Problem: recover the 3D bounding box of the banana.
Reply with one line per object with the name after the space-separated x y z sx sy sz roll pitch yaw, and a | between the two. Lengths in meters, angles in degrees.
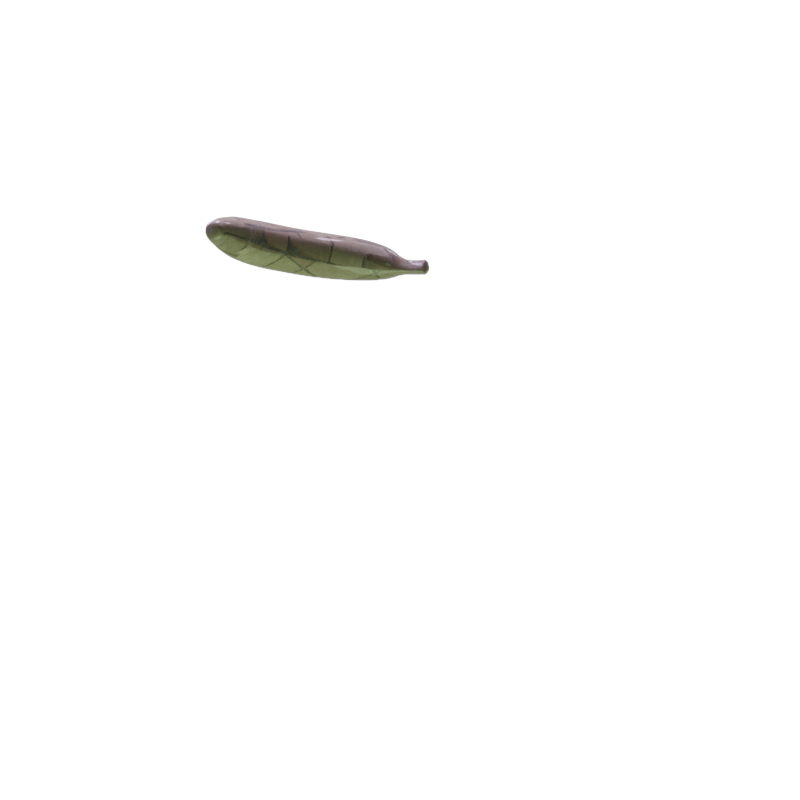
-0.076 -0.125 0.911 0.190 0.038 0.070 5 -11 -27 | banana
